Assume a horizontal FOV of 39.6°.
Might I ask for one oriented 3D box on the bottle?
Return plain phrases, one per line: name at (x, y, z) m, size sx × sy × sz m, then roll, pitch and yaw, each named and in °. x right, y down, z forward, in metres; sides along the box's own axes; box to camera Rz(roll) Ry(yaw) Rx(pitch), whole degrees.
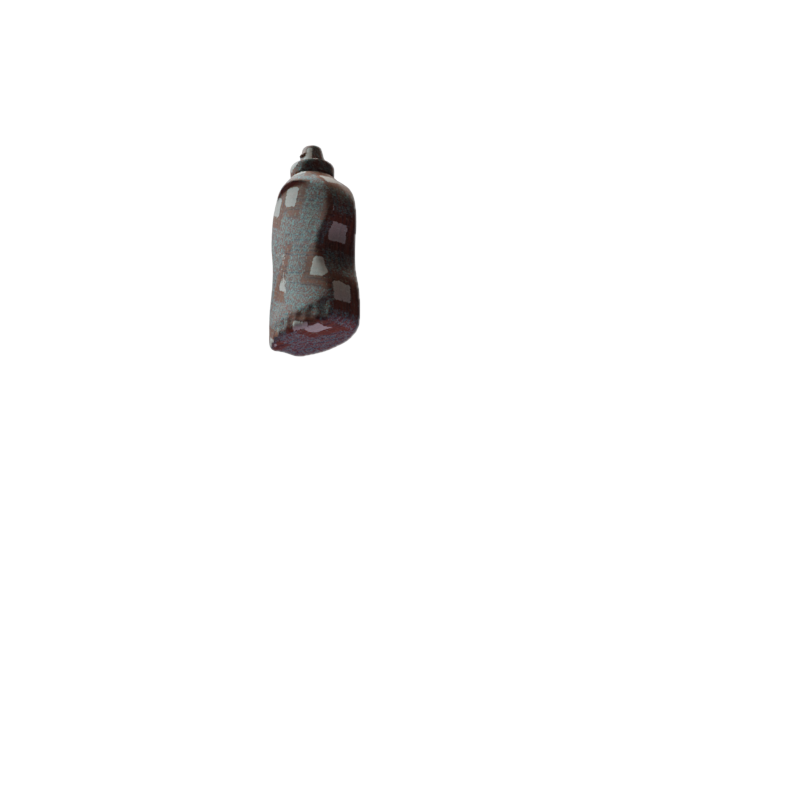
bottle at (-0.078, -0.142, 0.996) m, size 0.055 × 0.202 × 0.096 m, roll 16°, pitch -29°, yaw -34°
